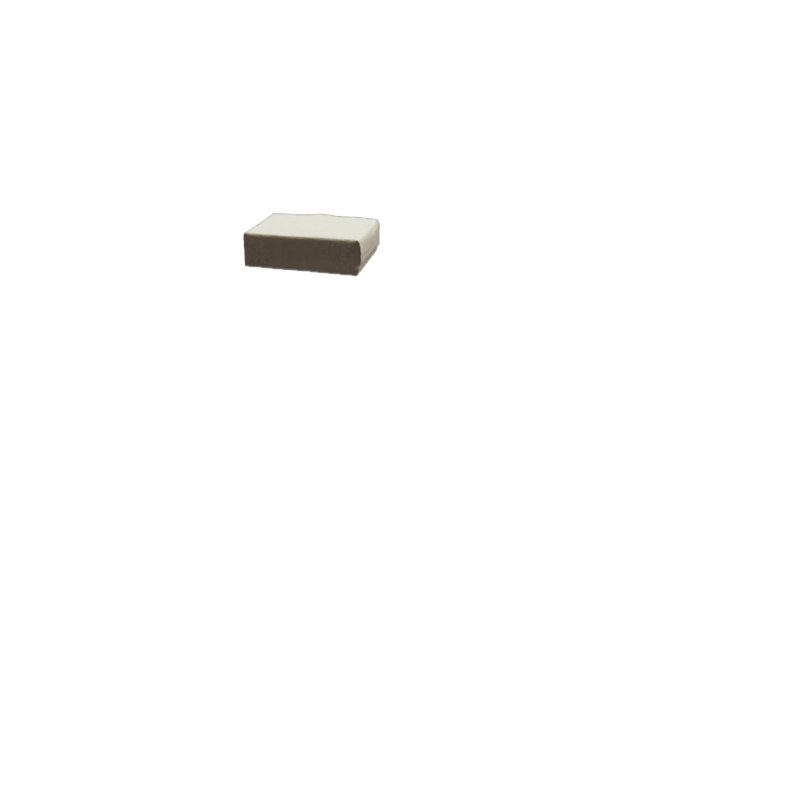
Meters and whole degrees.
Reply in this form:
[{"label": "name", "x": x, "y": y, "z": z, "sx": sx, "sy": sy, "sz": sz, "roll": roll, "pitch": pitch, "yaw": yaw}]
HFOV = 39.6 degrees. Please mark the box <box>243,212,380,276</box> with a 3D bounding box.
[{"label": "box", "x": -0.066, "y": -0.120, "z": 0.840, "sx": 0.091, "sy": 0.029, "sz": 0.075, "roll": 5, "pitch": 21, "yaw": 12}]
